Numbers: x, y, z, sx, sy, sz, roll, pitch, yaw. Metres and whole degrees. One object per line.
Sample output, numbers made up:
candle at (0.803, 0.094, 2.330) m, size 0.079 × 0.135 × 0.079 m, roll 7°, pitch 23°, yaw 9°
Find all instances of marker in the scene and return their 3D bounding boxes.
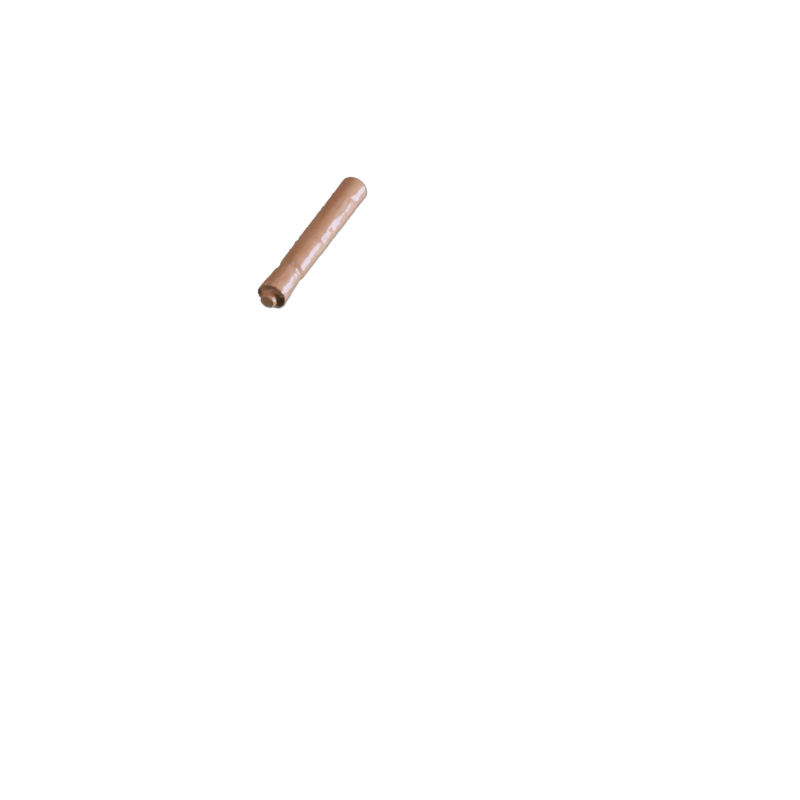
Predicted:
marker at (-0.054, -0.099, 0.691) m, size 0.020 × 0.018 × 0.125 m, roll 1°, pitch 42°, yaw 30°
